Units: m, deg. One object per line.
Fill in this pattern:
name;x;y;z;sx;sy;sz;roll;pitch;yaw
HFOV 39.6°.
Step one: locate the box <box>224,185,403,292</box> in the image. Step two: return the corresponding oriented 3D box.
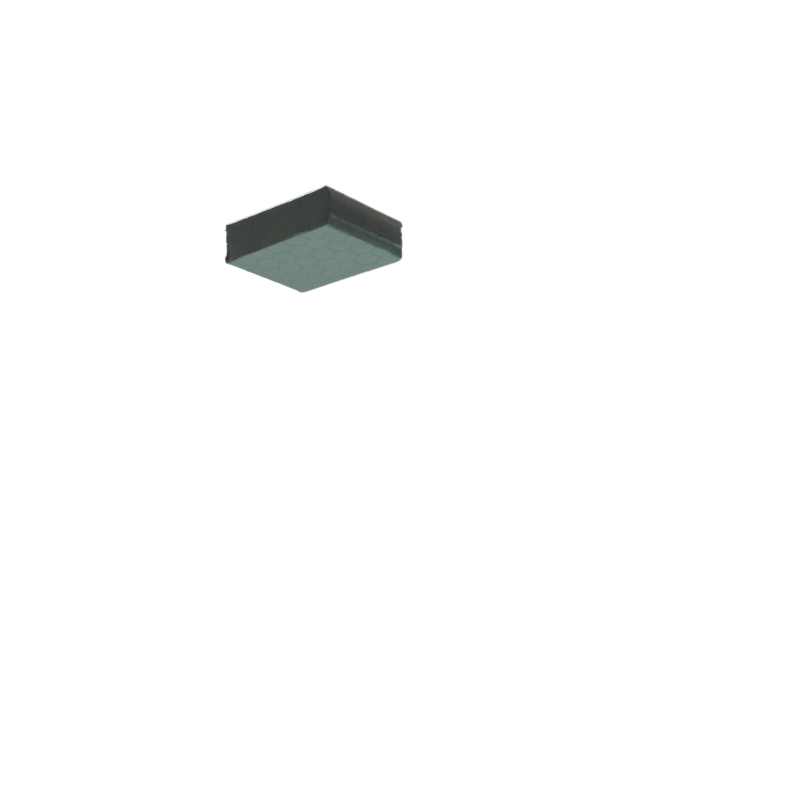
box;-0.068;-0.124;0.871;0.115;0.041;0.084;-16;-24;38
